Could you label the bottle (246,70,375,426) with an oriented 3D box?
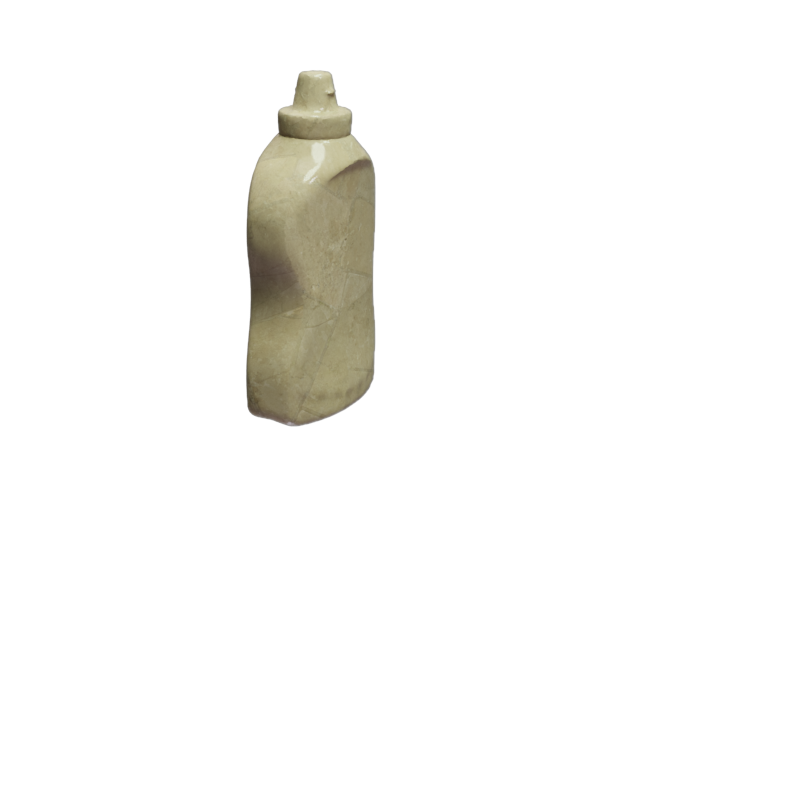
[{"bbox_3d":[-0.049,-0.090,0.628,0.061,0.184,0.095,11,20,30],"label":"bottle"}]
